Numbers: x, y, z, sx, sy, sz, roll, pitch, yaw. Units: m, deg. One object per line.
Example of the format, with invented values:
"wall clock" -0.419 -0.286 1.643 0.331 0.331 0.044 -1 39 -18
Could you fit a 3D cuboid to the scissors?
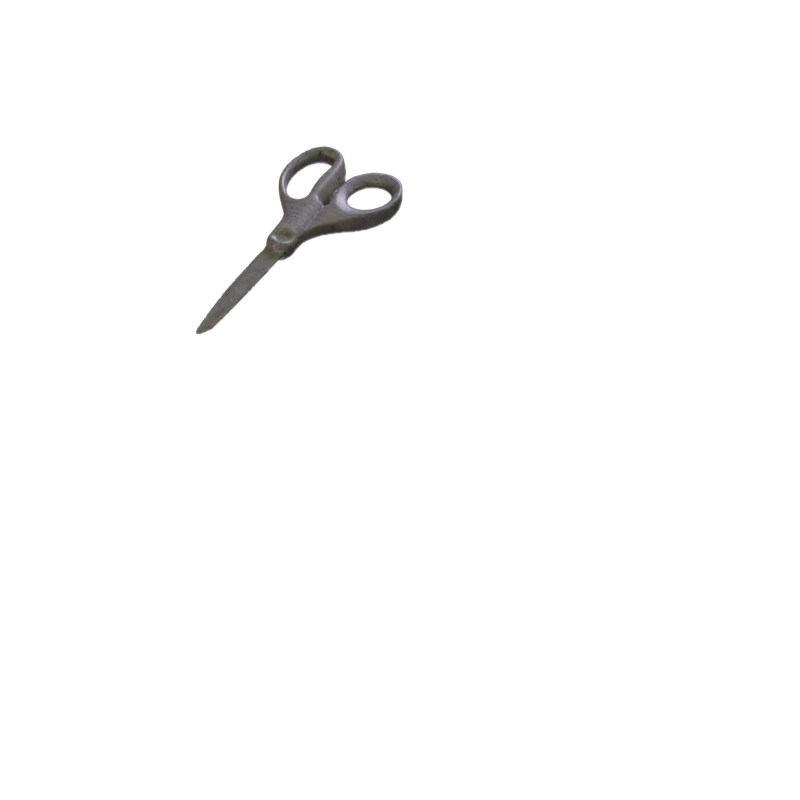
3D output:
"scissors" -0.057 -0.104 0.727 0.098 0.015 0.213 8 45 8
